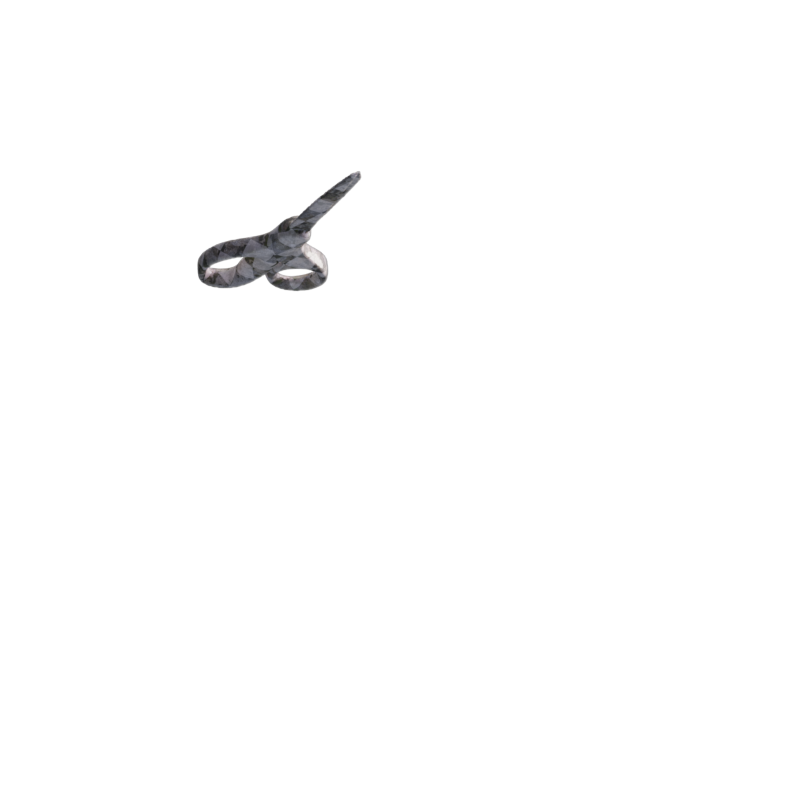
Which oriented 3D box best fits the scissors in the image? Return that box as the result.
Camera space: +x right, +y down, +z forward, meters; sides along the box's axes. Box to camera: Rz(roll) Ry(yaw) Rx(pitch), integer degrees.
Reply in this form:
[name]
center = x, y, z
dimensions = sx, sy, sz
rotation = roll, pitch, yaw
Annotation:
[scissors]
center = -0.055, -0.100, 0.698
dimensions = 0.091, 0.016, 0.204
rotation = 10, -16, -39
